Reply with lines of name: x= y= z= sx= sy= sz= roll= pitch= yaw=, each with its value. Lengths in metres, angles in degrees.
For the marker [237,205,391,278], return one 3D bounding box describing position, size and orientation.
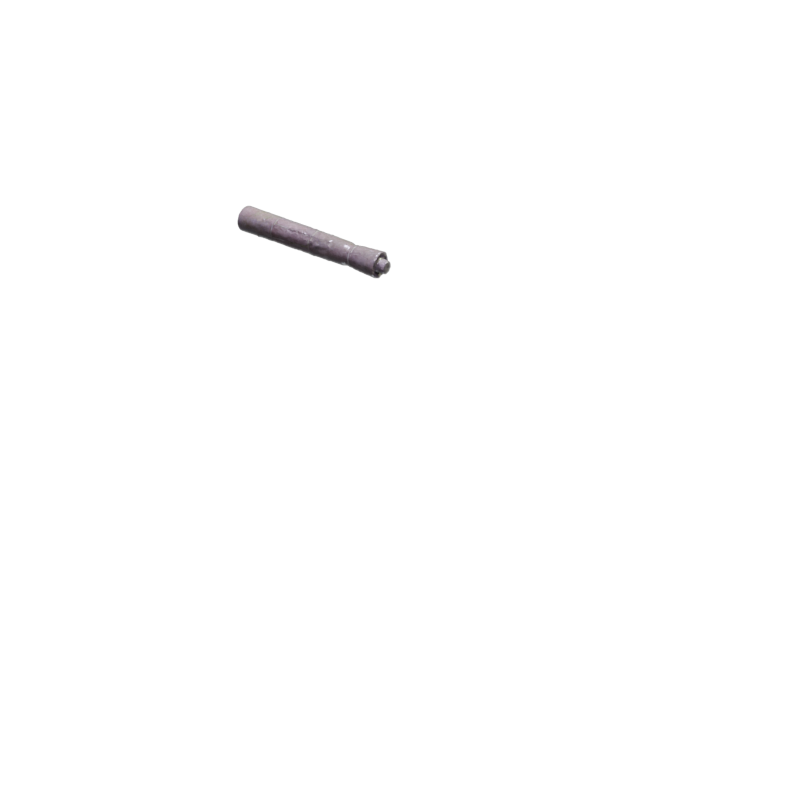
marker: x=-0.060 y=-0.109 z=0.761 sx=0.128 sy=0.019 sz=0.019 roll=23 pitch=15 yaw=29
